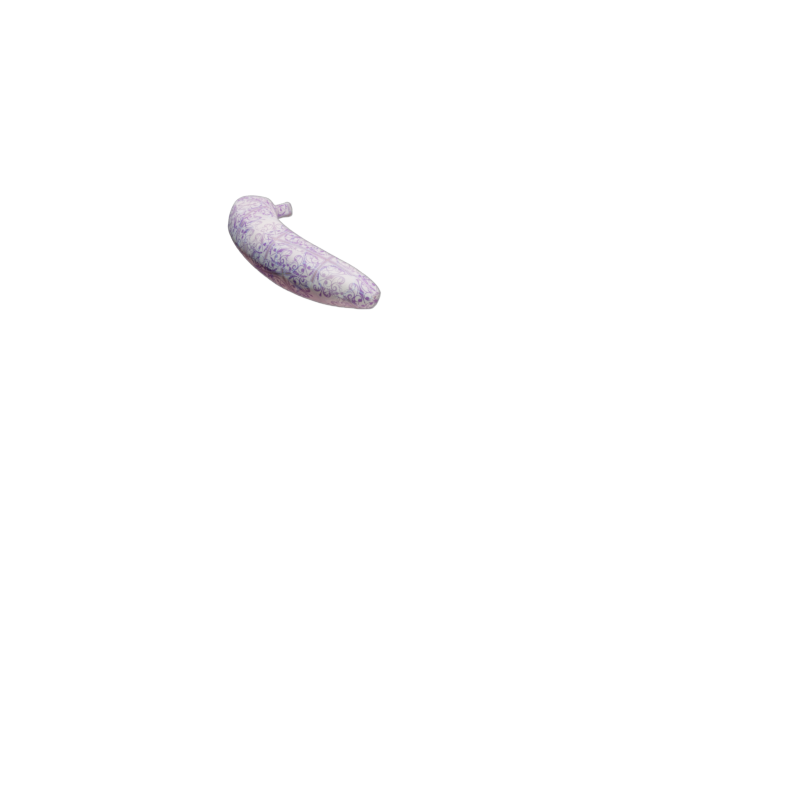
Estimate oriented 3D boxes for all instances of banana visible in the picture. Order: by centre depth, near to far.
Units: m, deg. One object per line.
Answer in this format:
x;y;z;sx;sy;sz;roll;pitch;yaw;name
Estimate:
-0.081;-0.112;0.790;0.068;0.035;0.212;-10;31;-19;banana
